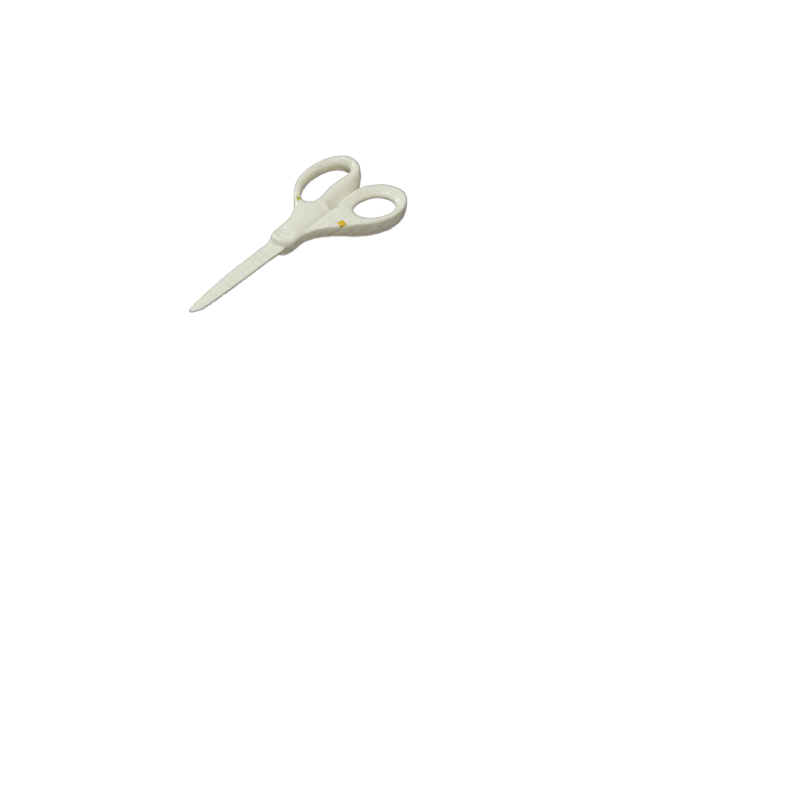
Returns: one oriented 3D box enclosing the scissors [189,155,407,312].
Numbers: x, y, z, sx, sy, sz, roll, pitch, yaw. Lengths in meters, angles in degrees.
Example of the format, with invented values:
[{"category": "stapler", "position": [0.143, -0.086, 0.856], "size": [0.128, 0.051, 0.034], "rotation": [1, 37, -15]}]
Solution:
[{"category": "scissors", "position": [-0.062, -0.114, 0.797], "size": [0.099, 0.015, 0.210], "rotation": [14, 46, 14]}]
